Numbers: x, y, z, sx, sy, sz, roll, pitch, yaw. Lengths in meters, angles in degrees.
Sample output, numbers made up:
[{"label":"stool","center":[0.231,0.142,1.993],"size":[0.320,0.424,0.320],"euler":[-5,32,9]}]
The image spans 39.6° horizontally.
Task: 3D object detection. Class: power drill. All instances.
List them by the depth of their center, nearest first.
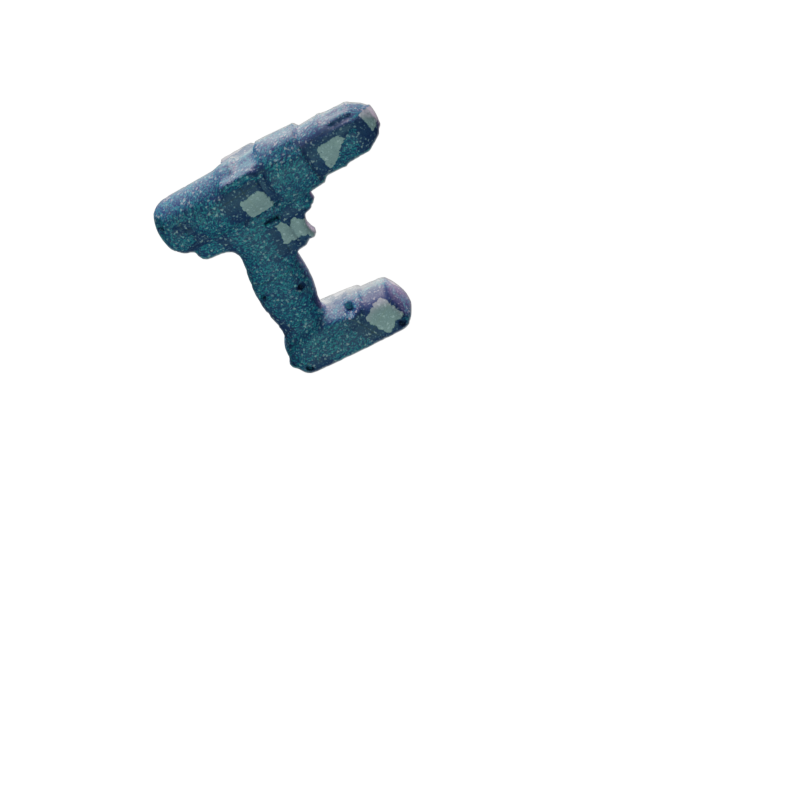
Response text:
[{"label":"power drill","center":[-0.066,-0.121,0.845],"size":[0.185,0.175,0.061],"euler":[-25,30,16]}]
